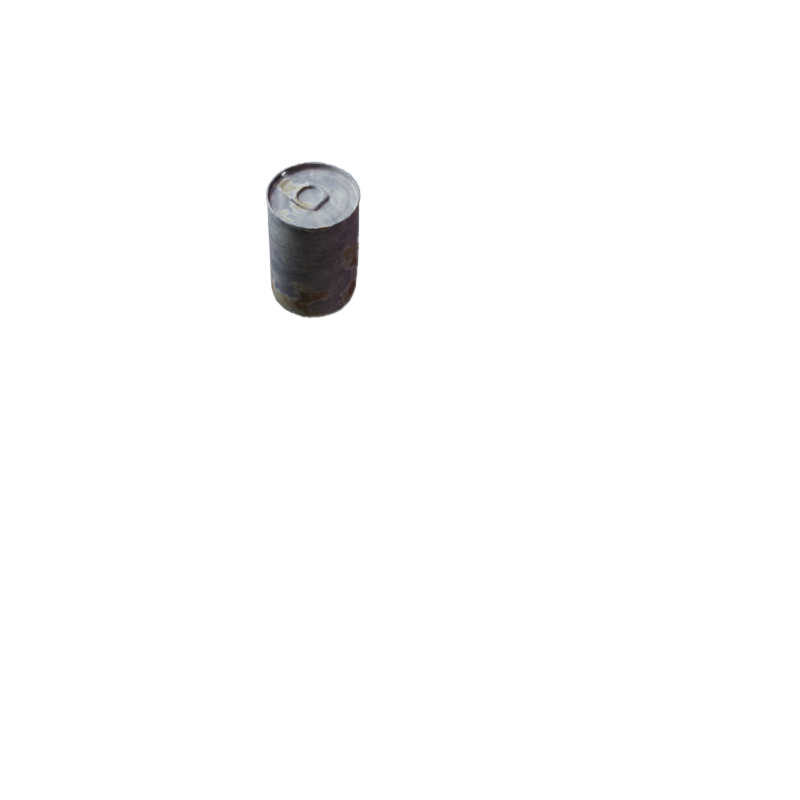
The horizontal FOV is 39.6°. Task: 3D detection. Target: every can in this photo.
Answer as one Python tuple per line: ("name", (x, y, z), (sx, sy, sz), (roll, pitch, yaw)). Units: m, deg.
("can", (-0.065, -0.118, 0.829), (0.068, 0.073, 0.095), (0, -38, -3))
